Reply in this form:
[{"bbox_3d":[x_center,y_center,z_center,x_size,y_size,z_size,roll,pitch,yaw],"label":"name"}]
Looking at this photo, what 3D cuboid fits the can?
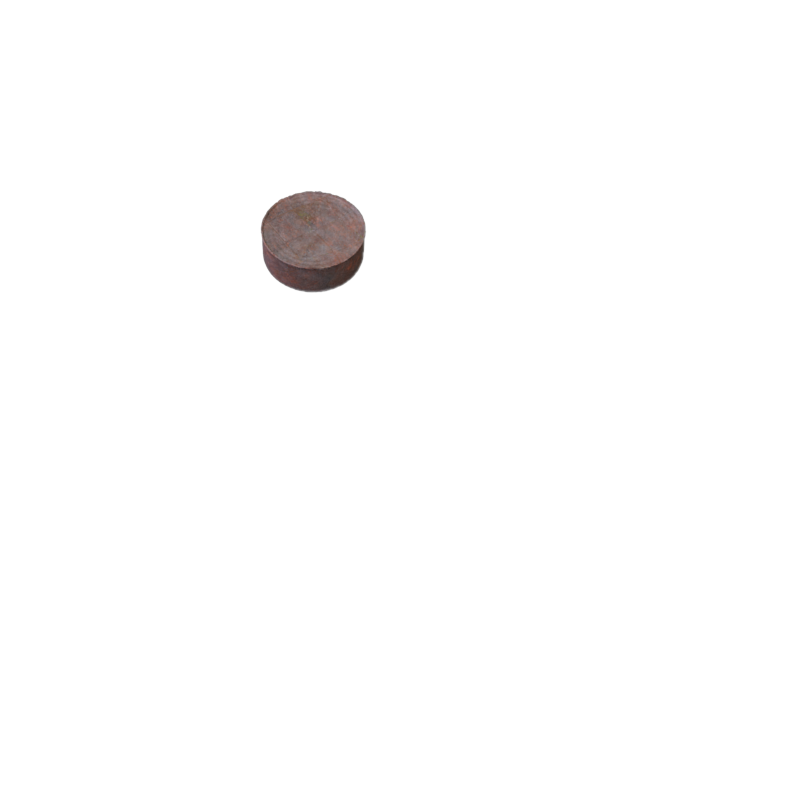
[{"bbox_3d":[-0.072,-0.131,0.915,0.086,0.092,0.031,-1,-38,-1],"label":"can"}]
